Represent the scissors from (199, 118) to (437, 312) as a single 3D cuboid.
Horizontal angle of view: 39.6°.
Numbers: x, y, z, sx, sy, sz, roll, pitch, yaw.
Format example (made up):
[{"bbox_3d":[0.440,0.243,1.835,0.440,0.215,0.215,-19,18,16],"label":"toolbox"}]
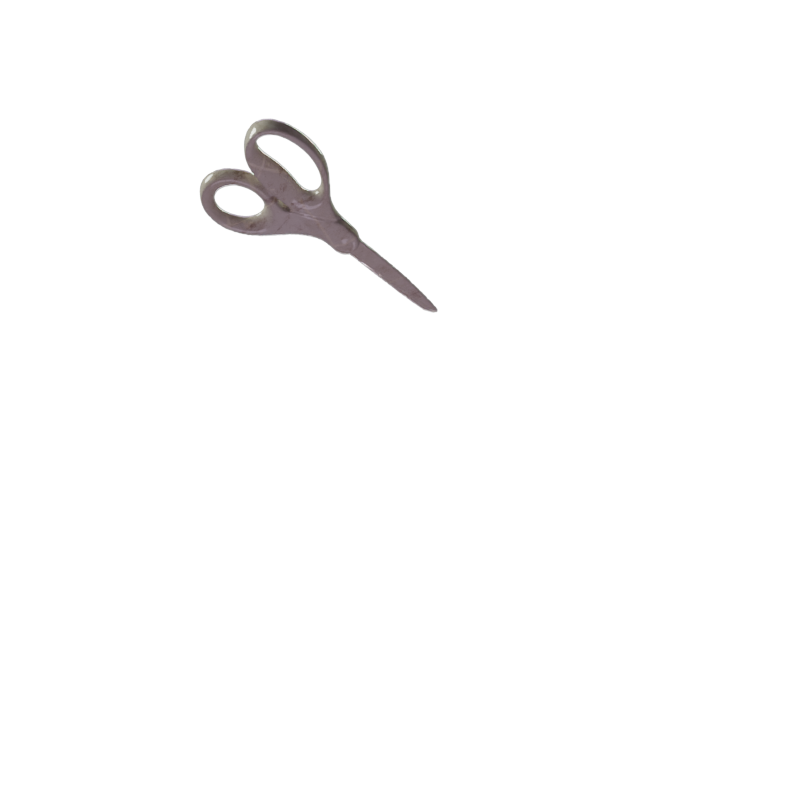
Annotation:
[{"bbox_3d":[-0.059,-0.107,0.752,0.097,0.017,0.187,-20,-49,19],"label":"scissors"}]
